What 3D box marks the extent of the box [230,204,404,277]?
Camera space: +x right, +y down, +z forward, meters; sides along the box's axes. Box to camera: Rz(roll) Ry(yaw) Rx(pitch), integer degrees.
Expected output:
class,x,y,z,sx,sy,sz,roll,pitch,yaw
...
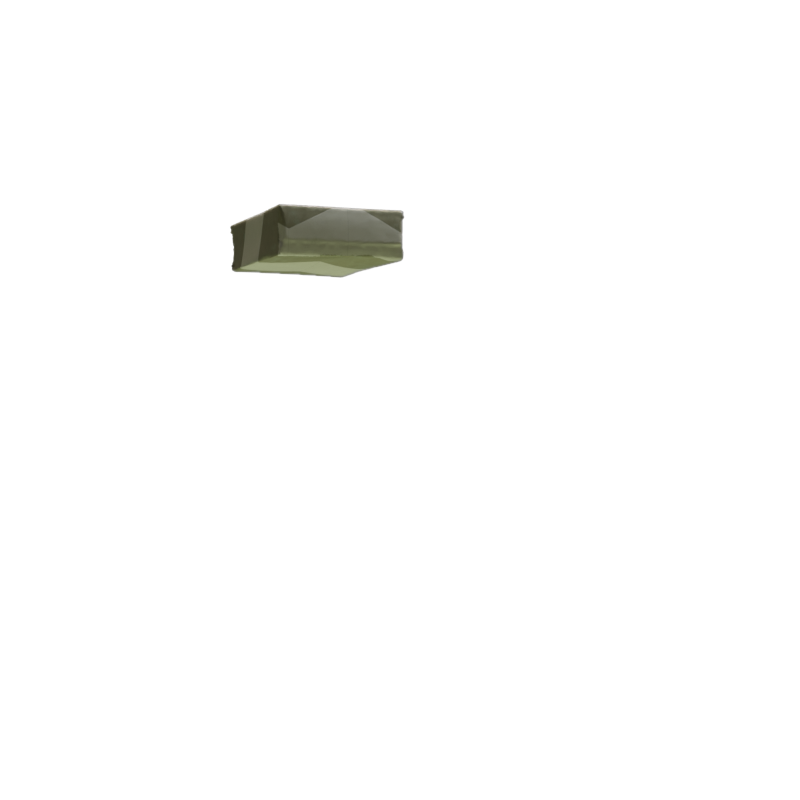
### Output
class,x,y,z,sx,sy,sz,roll,pitch,yaw
box,-0.060,-0.110,0.773,0.087,0.039,0.115,1,-2,-24
